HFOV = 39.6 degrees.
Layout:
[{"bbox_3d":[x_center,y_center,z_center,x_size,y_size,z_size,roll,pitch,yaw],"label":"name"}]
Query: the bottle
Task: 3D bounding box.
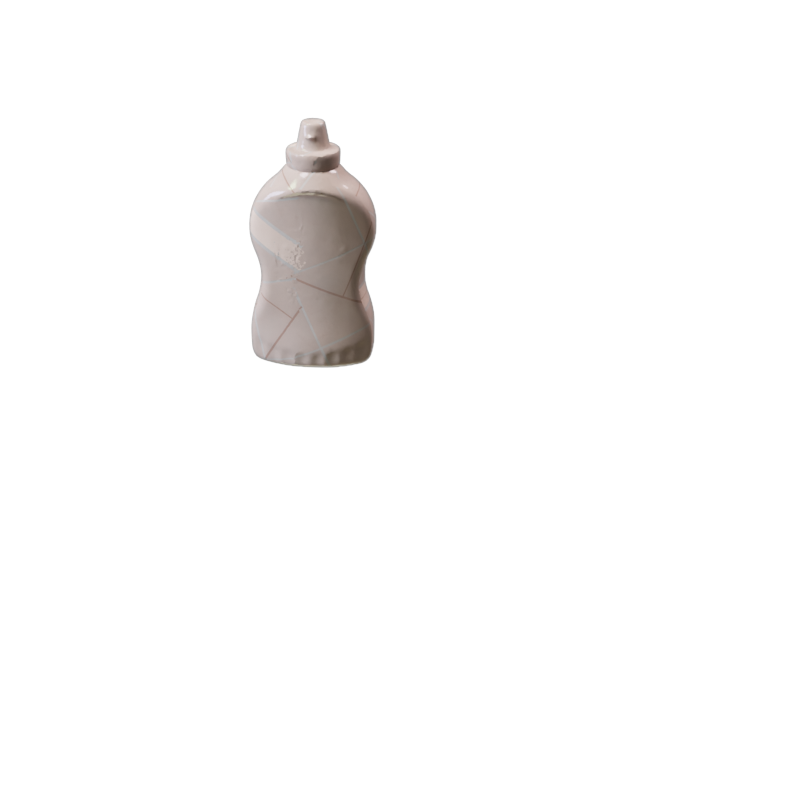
[{"bbox_3d":[-0.066,-0.121,0.848,0.097,0.182,0.061,4,23,5],"label":"bottle"}]
